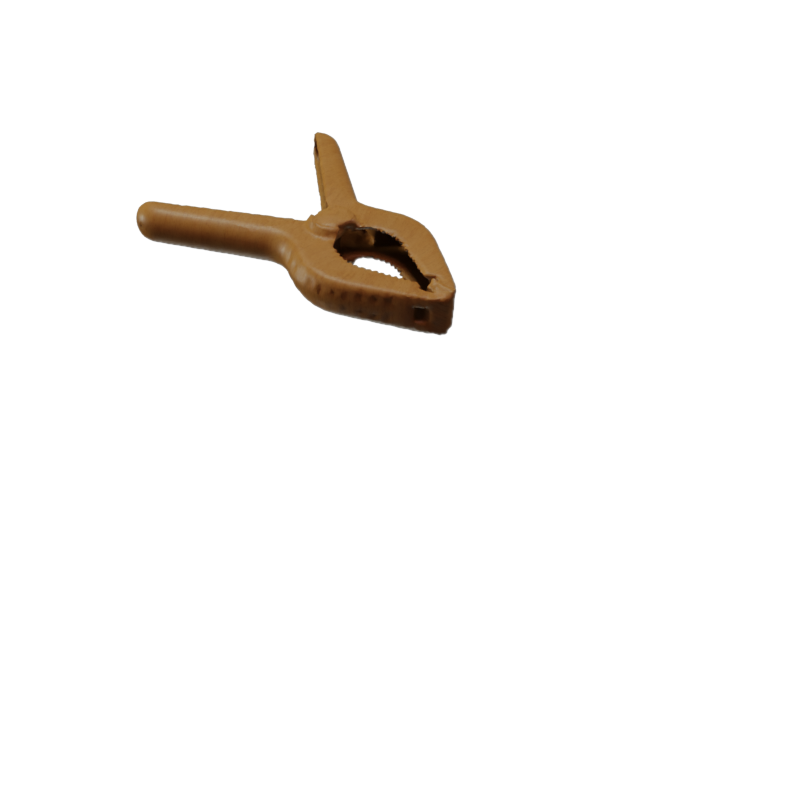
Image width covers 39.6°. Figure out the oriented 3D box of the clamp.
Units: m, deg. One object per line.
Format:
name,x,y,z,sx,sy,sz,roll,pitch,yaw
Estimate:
clamp,-0.054,-0.099,0.693,0.163,0.034,0.226,-25,46,-27
